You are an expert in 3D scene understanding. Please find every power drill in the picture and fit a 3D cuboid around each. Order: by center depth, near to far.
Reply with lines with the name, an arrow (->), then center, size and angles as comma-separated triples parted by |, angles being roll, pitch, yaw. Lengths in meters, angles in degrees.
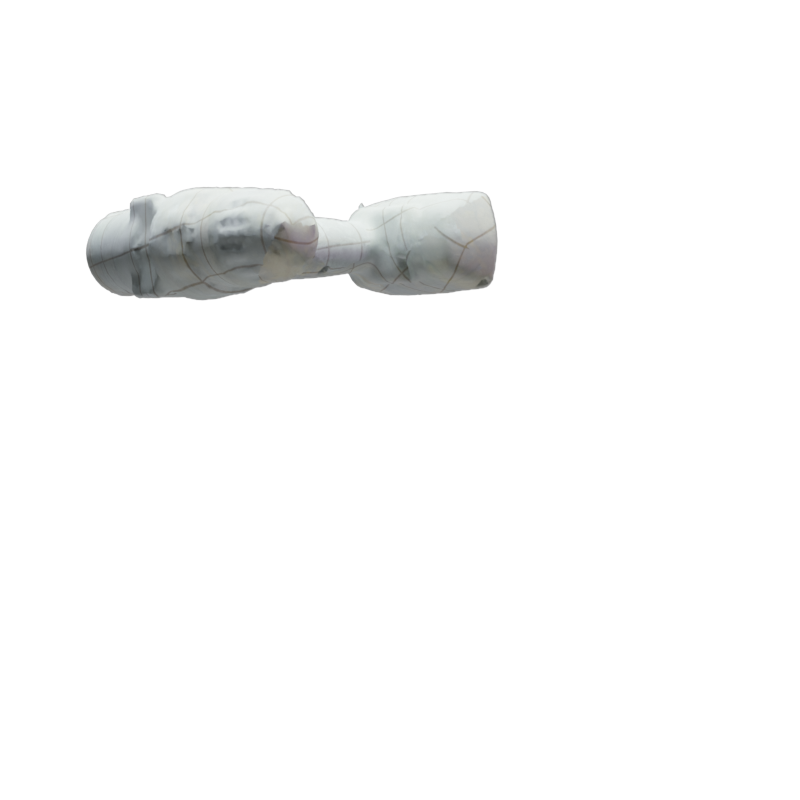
power drill -> -0.044, -0.080, 0.560 | 0.181, 0.057, 0.192 | -4, 7, -35
